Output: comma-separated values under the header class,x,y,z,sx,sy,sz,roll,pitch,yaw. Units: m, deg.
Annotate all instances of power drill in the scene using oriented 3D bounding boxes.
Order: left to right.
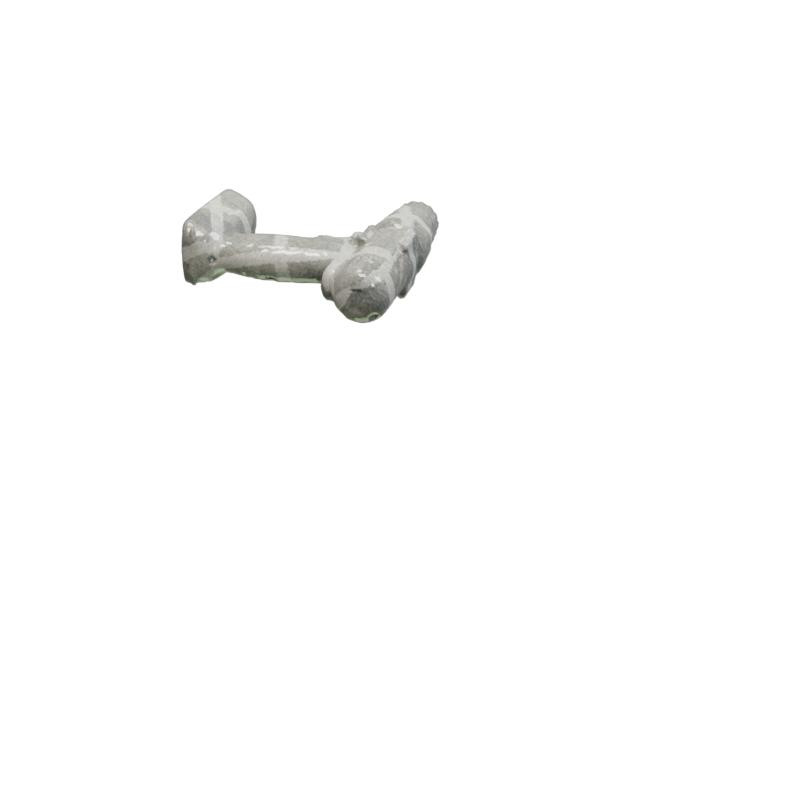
class,x,y,z,sx,sy,sz,roll,pitch,yaw
power drill,-0.072,-0.131,0.915,0.193,0.054,0.189,9,28,16
